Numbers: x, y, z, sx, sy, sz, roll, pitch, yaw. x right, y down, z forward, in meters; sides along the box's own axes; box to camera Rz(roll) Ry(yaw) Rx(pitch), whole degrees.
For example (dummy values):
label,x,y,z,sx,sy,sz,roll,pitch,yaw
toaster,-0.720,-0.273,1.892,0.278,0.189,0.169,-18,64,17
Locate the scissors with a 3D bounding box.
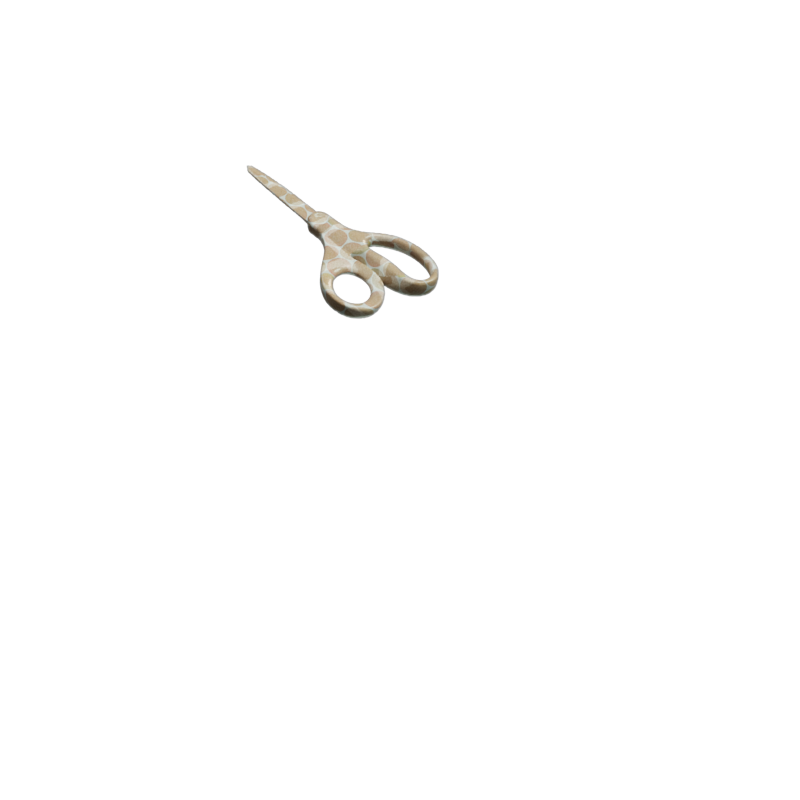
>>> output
label,x,y,z,sx,sy,sz,roll,pitch,yaw
scissors,-0.067,-0.122,0.851,0.212,0.015,0.098,27,51,25
